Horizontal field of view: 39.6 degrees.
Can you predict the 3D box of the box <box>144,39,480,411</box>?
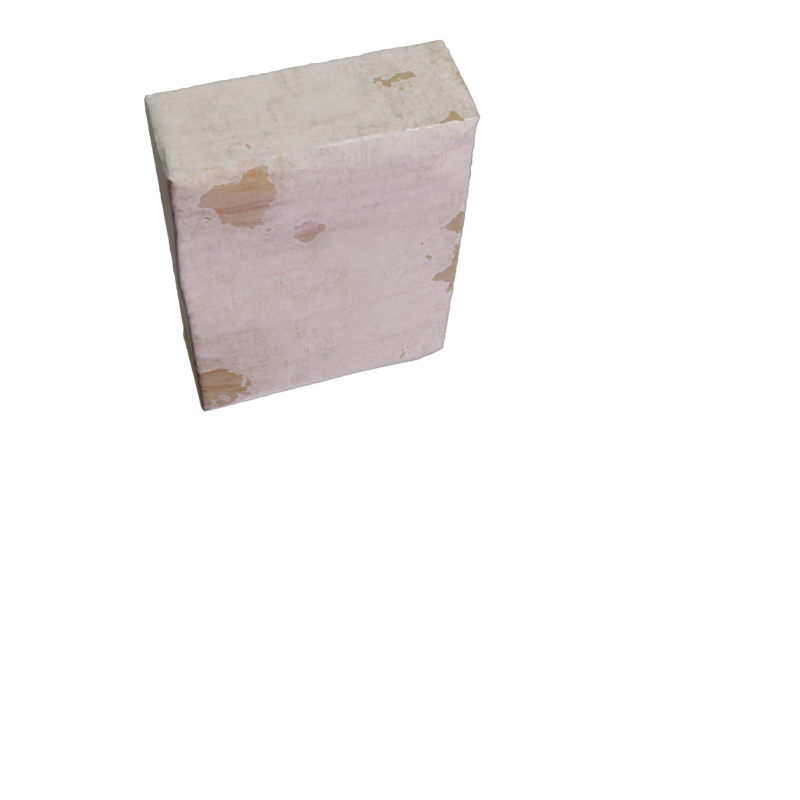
[{"bbox_3d":[-0.050,-0.091,0.638,0.163,0.077,0.200,-13,-32,-12],"label":"box"}]
